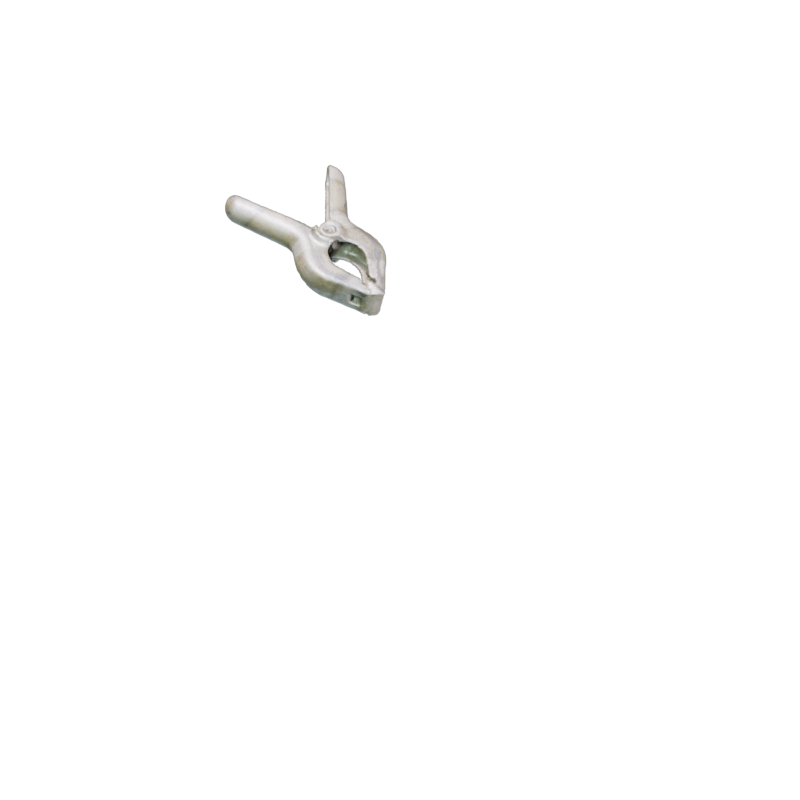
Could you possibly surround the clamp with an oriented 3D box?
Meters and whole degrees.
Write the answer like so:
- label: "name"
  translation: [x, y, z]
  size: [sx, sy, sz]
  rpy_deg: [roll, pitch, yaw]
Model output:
- label: "clamp"
  translation: [-0.076, -0.139, 0.970]
  size: [0.119, 0.186, 0.036]
  rpy_deg: [-18, -39, -16]
